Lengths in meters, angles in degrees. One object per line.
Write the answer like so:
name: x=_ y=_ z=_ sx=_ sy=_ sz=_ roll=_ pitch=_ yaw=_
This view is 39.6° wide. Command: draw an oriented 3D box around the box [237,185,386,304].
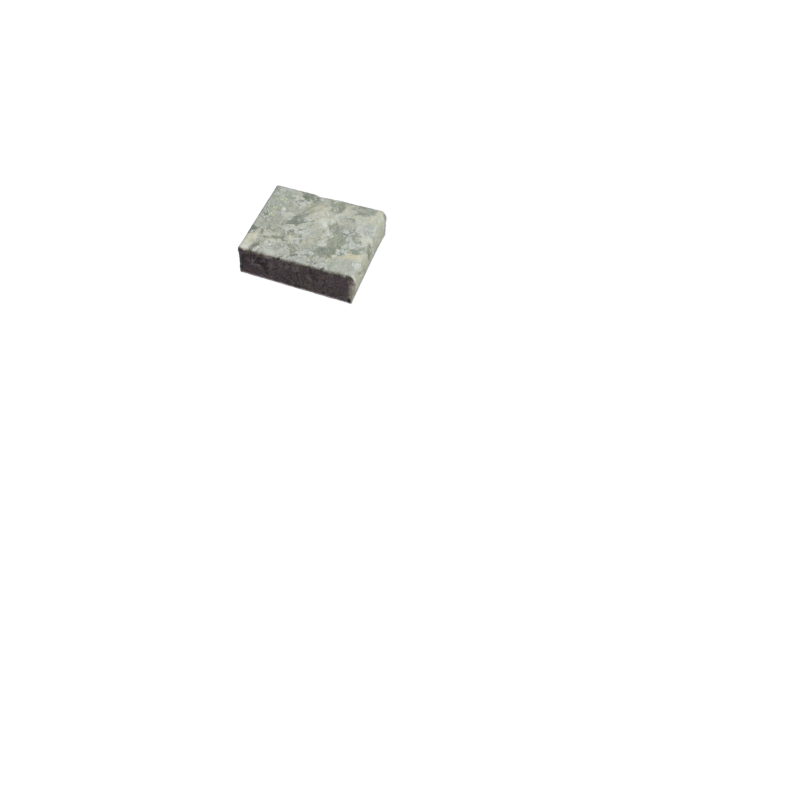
box: x=-0.063 y=-0.115 z=0.807 sx=0.092 sy=0.076 sz=0.028 roll=15 pitch=-40 yaw=13
